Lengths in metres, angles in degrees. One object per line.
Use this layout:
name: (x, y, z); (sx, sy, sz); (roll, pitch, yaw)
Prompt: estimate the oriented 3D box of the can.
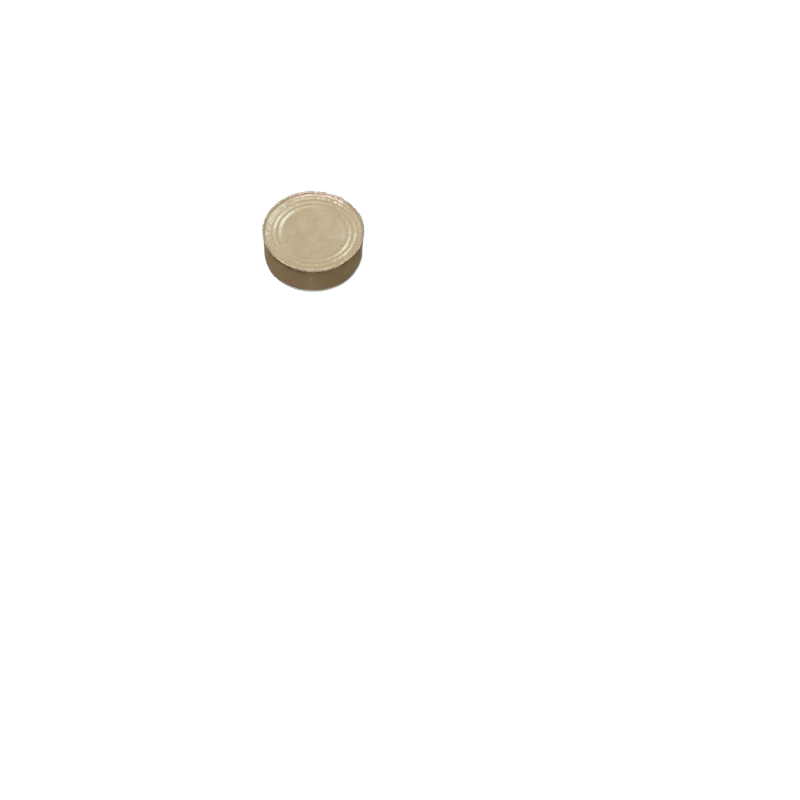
can: (-0.074, -0.134, 0.941); (0.086, 0.092, 0.031); (-1, -35, -1)
